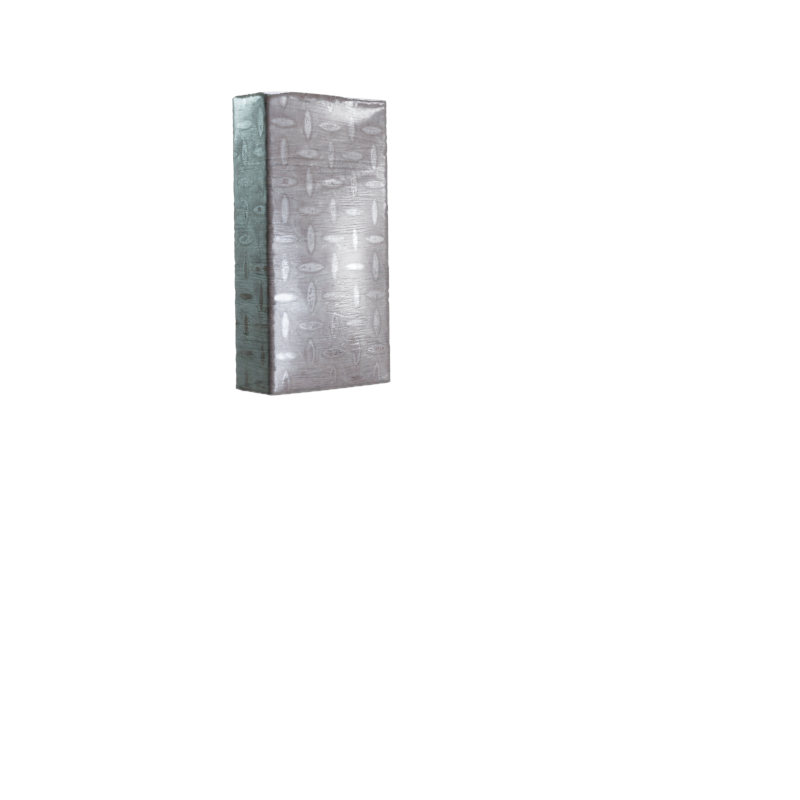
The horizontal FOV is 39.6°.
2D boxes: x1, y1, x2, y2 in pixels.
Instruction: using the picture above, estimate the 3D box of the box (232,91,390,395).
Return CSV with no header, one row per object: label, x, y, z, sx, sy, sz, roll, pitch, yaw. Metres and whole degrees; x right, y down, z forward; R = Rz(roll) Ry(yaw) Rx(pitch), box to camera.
box,-0.053,-0.096,0.673,0.090,0.175,0.050,-3,4,-38
